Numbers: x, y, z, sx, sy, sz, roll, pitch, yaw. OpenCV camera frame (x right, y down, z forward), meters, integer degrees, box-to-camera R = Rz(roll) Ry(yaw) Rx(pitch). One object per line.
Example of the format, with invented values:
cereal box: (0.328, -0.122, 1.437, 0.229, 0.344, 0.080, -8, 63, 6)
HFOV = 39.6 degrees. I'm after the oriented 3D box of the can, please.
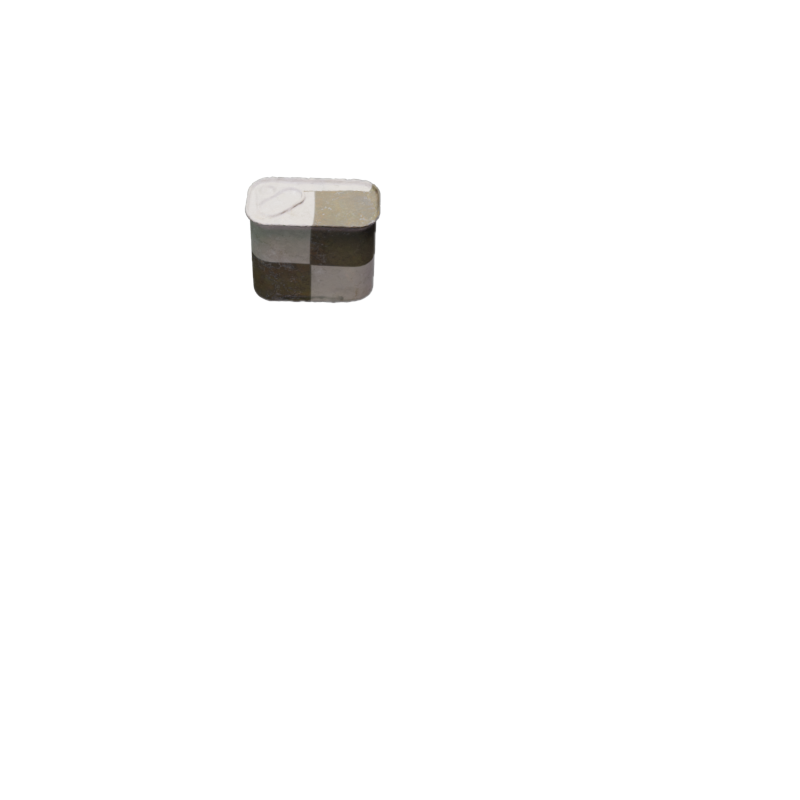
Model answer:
can: (-0.068, -0.123, 0.864, 0.102, 0.062, 0.078, 2, -45, 0)
